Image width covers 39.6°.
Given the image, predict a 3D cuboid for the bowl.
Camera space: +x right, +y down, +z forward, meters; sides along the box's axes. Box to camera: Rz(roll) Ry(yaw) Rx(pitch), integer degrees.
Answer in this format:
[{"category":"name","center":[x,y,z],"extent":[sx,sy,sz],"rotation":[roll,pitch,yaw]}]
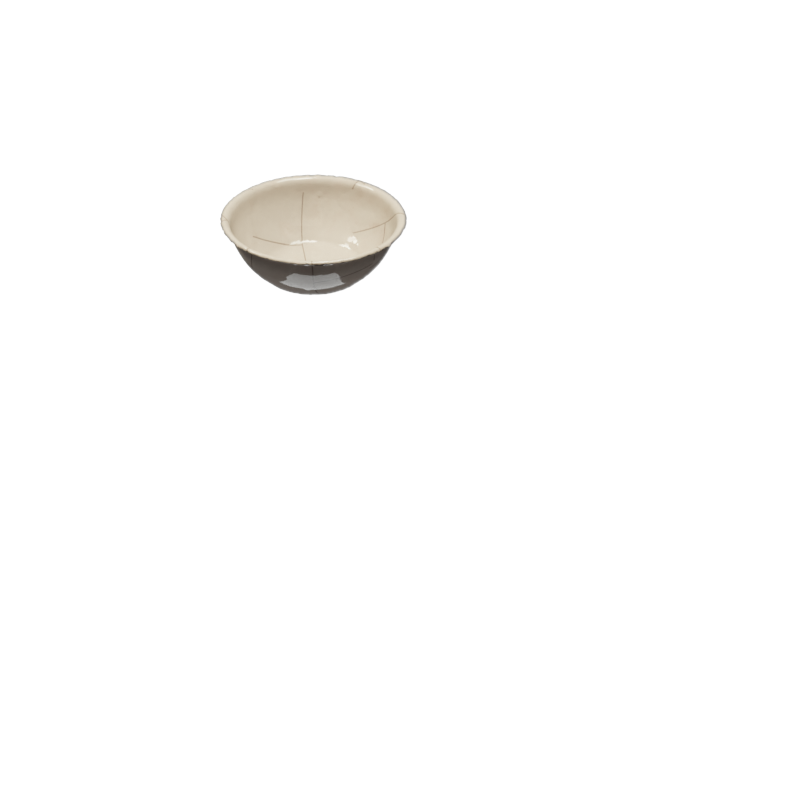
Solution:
[{"category":"bowl","center":[-0.076,-0.139,0.976],"extent":[0.162,0.052,0.173],"rotation":[-1,35,-2]}]
